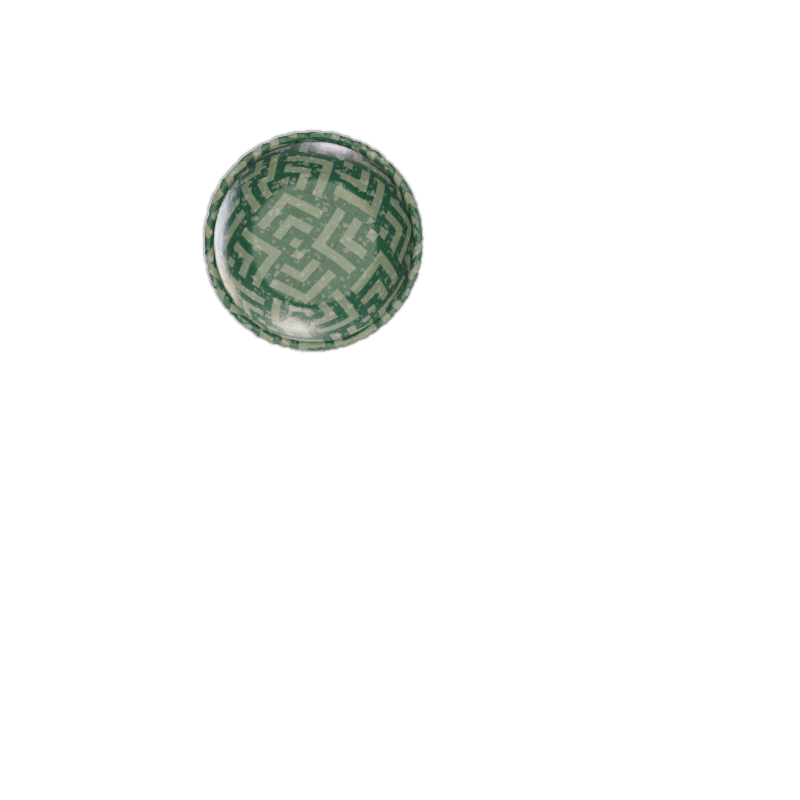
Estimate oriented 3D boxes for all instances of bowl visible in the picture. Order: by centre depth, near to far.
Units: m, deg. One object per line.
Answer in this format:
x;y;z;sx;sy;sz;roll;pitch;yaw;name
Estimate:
-0.062;-0.113;0.788;0.162;0.162;0.055;0;1;0;bowl
